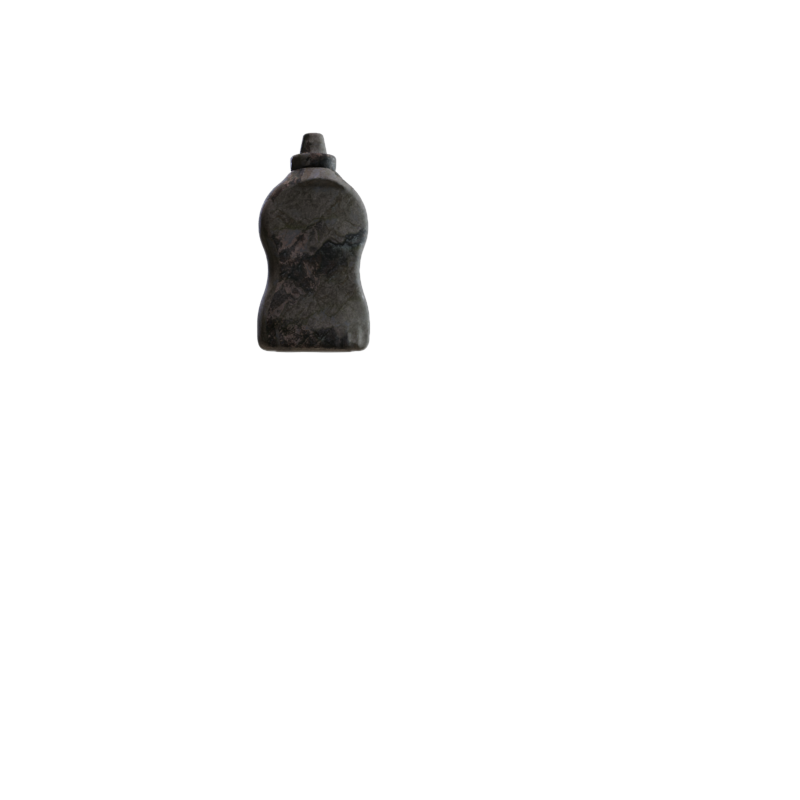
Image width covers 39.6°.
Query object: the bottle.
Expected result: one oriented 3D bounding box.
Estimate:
[{"bbox_3d":[-0.076,-0.138,0.969,0.094,0.195,0.058,1,-7,-13],"label":"bottle"}]
